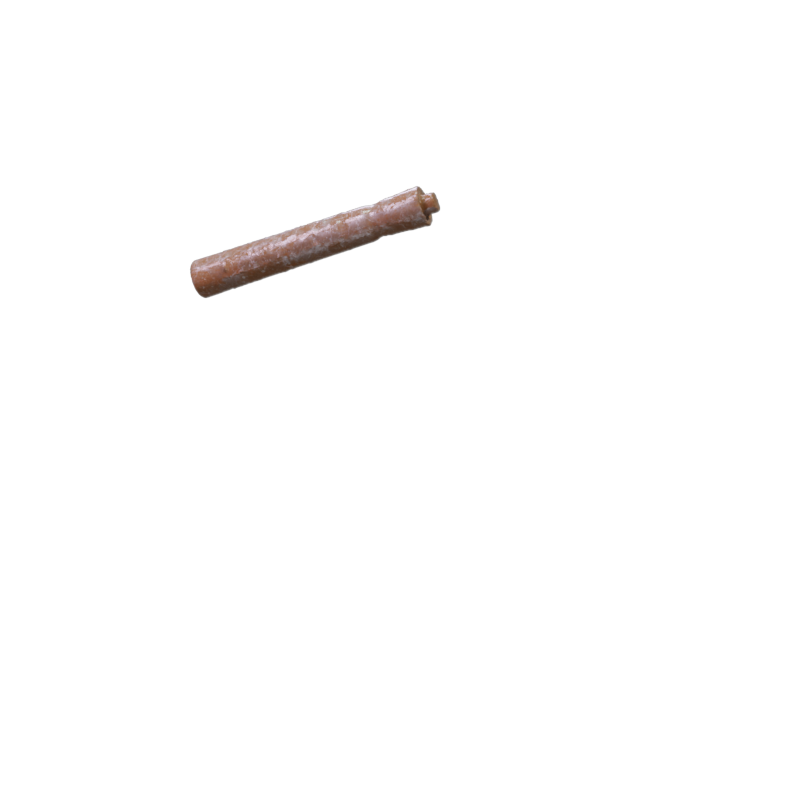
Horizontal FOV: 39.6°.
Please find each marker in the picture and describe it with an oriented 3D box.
[{"bbox_3d":[-0.040,-0.073,0.509,0.122,0.020,0.019,-15,-1,18],"label":"marker"}]
